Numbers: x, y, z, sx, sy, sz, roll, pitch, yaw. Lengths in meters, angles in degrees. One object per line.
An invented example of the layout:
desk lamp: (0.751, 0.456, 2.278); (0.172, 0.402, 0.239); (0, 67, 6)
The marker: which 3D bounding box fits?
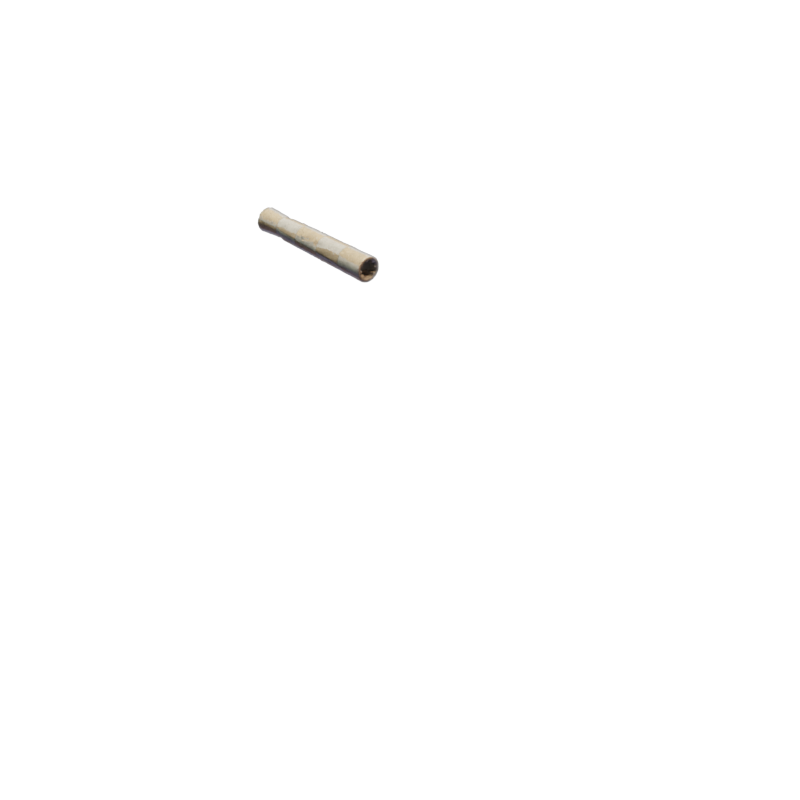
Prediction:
marker: (-0.061, -0.112, 0.781); (0.019, 0.019, 0.129); (-3, 25, -41)
